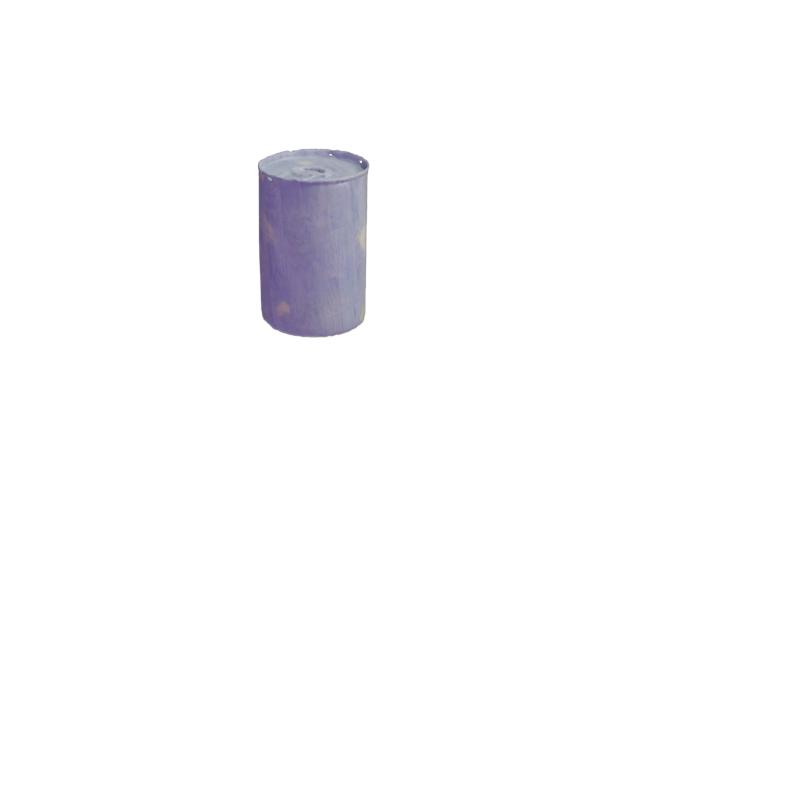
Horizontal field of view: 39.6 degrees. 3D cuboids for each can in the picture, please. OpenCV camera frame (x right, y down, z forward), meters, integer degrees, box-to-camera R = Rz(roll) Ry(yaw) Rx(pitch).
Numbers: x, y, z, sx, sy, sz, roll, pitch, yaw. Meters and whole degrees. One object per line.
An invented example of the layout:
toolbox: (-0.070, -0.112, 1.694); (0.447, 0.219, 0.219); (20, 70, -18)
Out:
can: (-0.054, -0.099, 0.691); (0.068, 0.097, 0.072); (0, 23, -2)
